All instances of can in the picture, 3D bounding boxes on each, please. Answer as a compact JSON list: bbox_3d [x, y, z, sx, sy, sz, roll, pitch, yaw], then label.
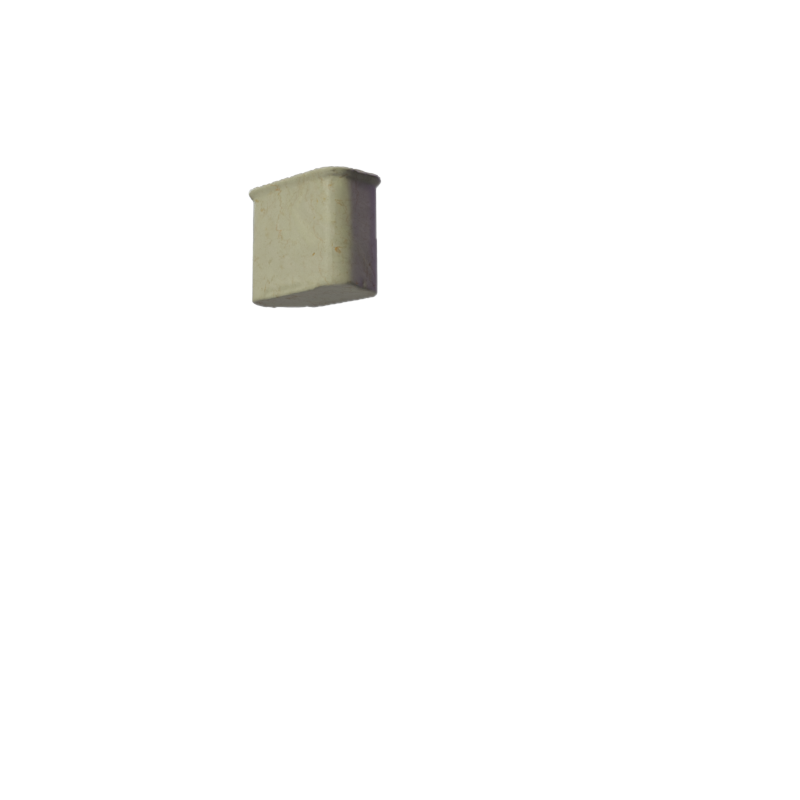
[{"bbox_3d":[-0.062,-0.113,0.788,0.104,0.086,0.055,-9,-13,44],"label":"can"}]
